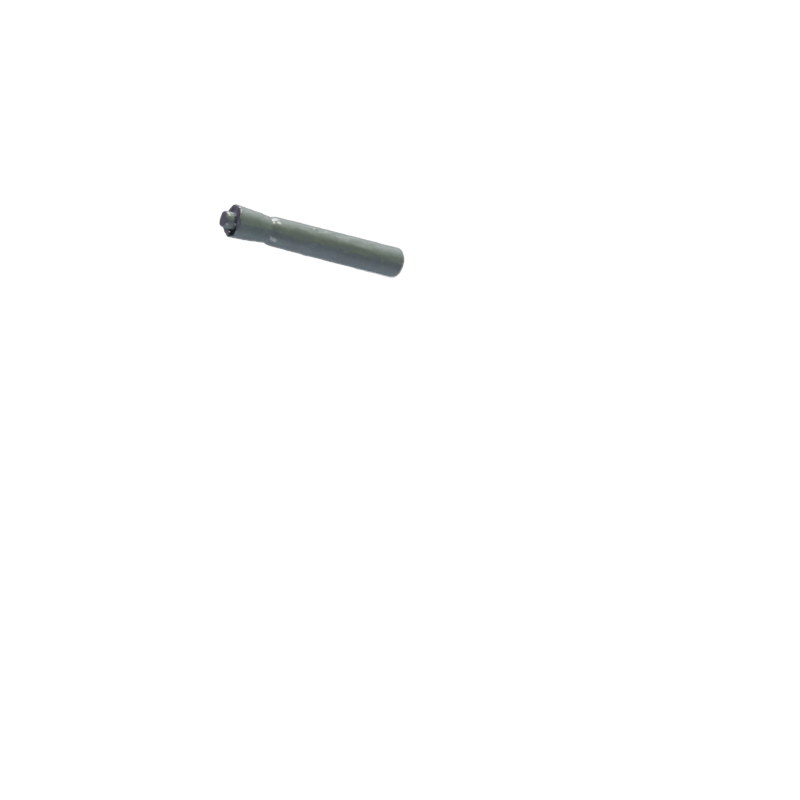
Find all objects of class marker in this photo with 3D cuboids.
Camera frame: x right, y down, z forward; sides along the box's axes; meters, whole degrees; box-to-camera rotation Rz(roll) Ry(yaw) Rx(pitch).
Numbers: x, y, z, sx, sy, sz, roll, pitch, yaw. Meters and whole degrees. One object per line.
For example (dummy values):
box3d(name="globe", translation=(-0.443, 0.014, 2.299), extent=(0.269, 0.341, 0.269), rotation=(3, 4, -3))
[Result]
box3d(name="marker", translation=(-0.050, -0.091, 0.640), extent=(0.115, 0.020, 0.021), rotation=(10, -2, -34))
